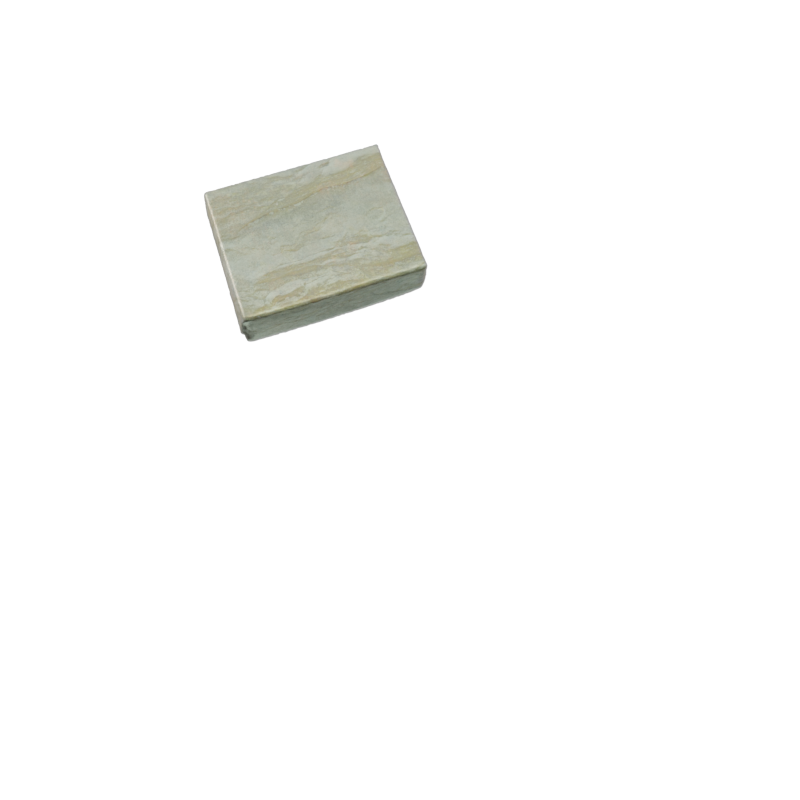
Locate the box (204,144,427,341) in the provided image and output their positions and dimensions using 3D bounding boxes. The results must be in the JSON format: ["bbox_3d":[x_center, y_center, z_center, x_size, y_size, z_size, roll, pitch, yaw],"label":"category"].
[{"bbox_3d":[-0.052,-0.094,0.661,0.113,0.096,0.037,-17,-25,-8],"label":"box"}]
